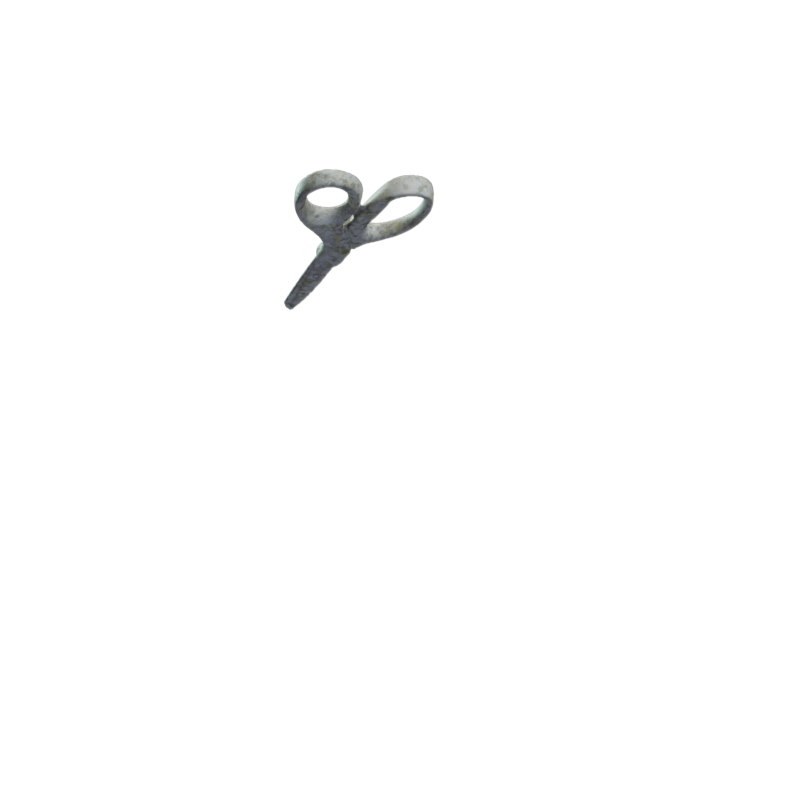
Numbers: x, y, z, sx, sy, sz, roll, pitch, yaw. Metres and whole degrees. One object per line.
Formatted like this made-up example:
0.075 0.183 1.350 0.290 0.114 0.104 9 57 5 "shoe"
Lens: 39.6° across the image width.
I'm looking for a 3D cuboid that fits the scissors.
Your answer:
-0.059 -0.108 0.753 0.091 0.017 0.201 16 -26 -35 "scissors"
